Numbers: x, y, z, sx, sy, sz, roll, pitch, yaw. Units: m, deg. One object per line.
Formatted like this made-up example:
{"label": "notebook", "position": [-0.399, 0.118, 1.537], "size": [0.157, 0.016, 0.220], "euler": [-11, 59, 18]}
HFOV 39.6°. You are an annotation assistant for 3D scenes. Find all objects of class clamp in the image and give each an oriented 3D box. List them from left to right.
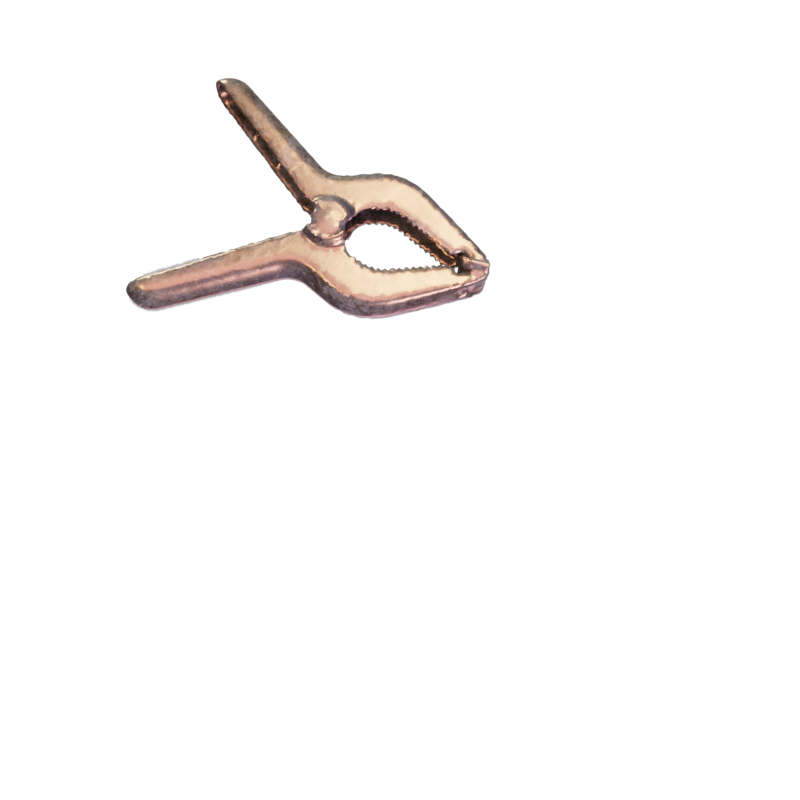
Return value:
{"label": "clamp", "position": [-0.053, -0.097, 0.677], "size": [0.214, 0.170, 0.035], "euler": [23, -21, 9]}
